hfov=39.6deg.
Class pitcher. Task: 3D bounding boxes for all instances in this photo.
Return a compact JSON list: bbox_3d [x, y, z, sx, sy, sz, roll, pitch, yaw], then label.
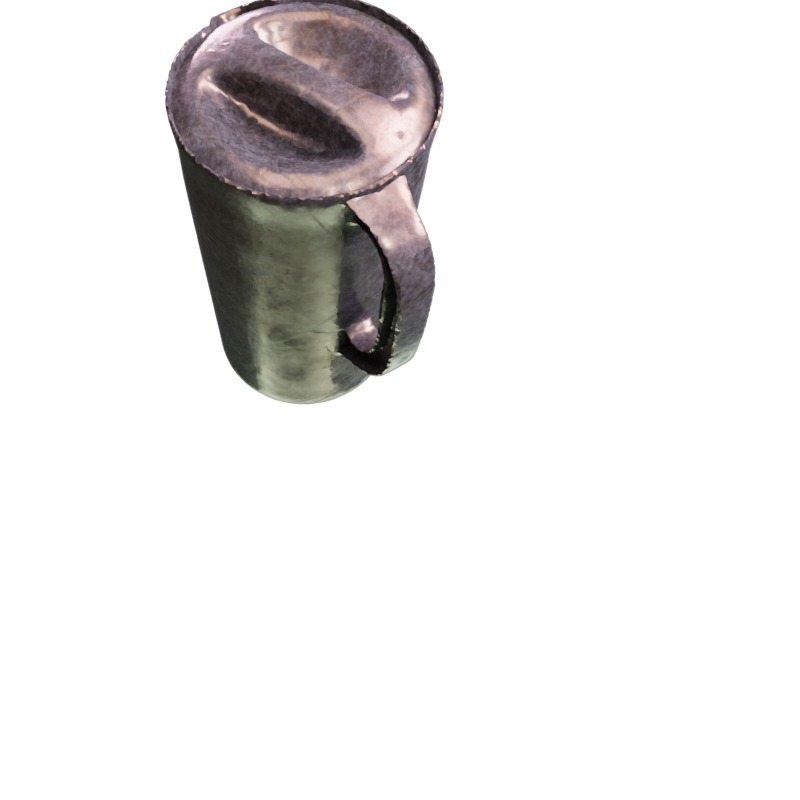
[{"bbox_3d":[-0.048,-0.088,0.615,0.146,0.157,0.228,12,-30,4],"label":"pitcher"}]
